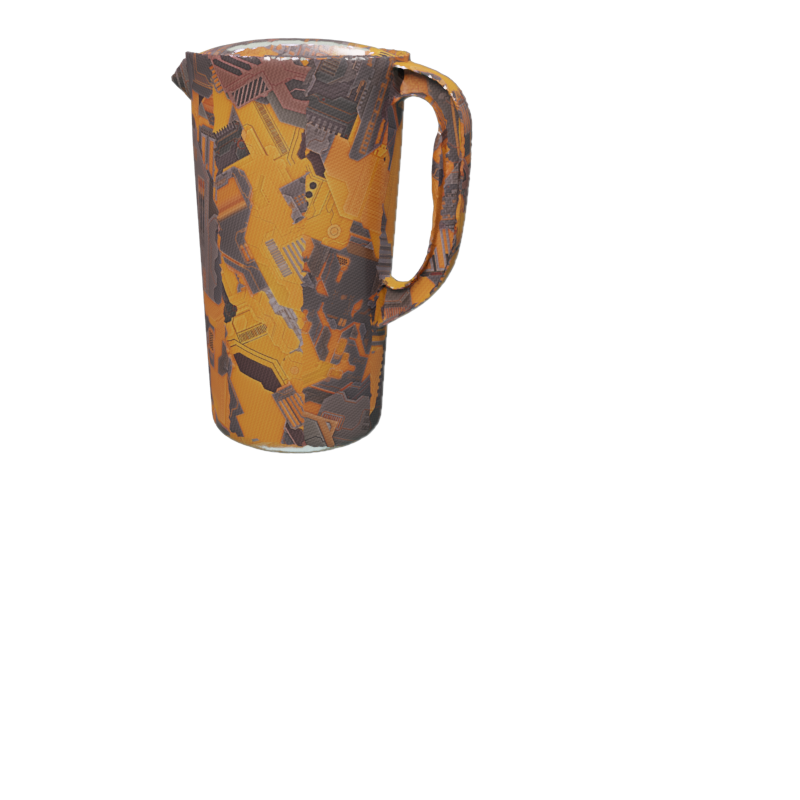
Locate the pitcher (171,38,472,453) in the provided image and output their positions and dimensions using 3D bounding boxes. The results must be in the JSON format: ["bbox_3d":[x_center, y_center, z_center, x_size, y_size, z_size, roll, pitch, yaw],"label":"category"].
[{"bbox_3d":[-0.053,-0.096,0.674,0.141,0.235,0.158,-6,17,-25],"label":"pitcher"}]
